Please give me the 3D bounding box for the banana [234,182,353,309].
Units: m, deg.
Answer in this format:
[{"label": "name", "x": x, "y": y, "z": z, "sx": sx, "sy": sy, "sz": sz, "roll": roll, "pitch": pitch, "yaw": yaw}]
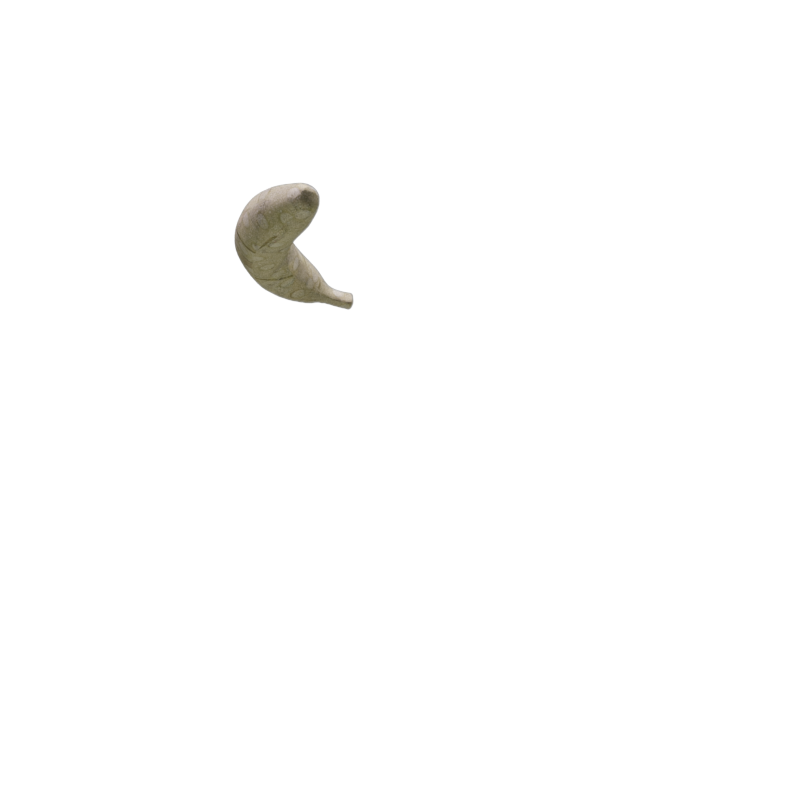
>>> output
[{"label": "banana", "x": -0.074, "y": -0.101, "z": 0.725, "sx": 0.070, "sy": 0.038, "sz": 0.189, "roll": -1, "pitch": -12, "yaw": 5}]
